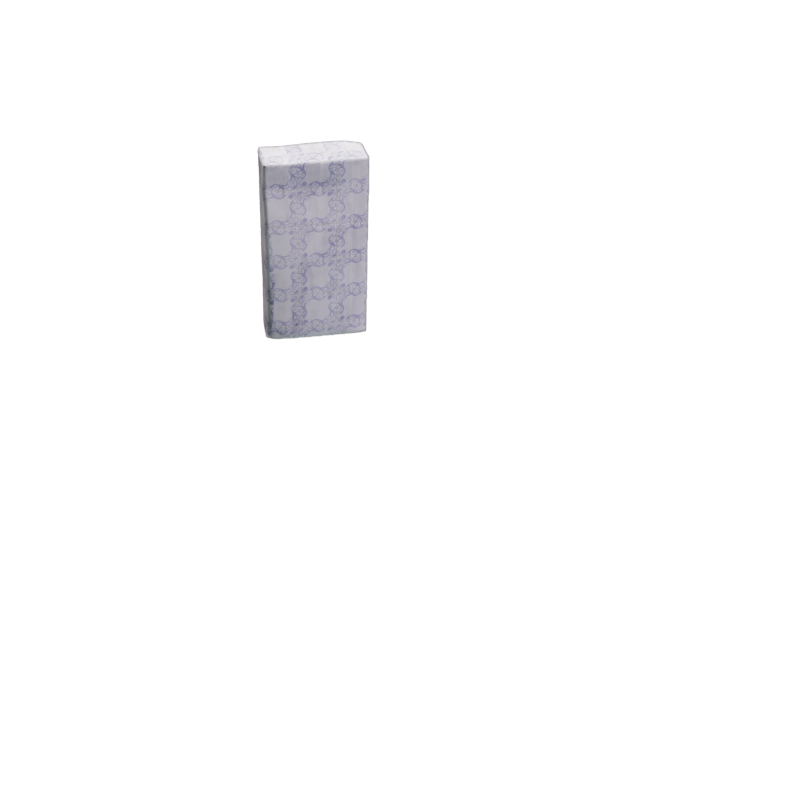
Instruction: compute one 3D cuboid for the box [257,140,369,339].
[{"bbox_3d":[-0.076,-0.140,0.977,0.092,0.166,0.051,-4,29,-10],"label":"box"}]
